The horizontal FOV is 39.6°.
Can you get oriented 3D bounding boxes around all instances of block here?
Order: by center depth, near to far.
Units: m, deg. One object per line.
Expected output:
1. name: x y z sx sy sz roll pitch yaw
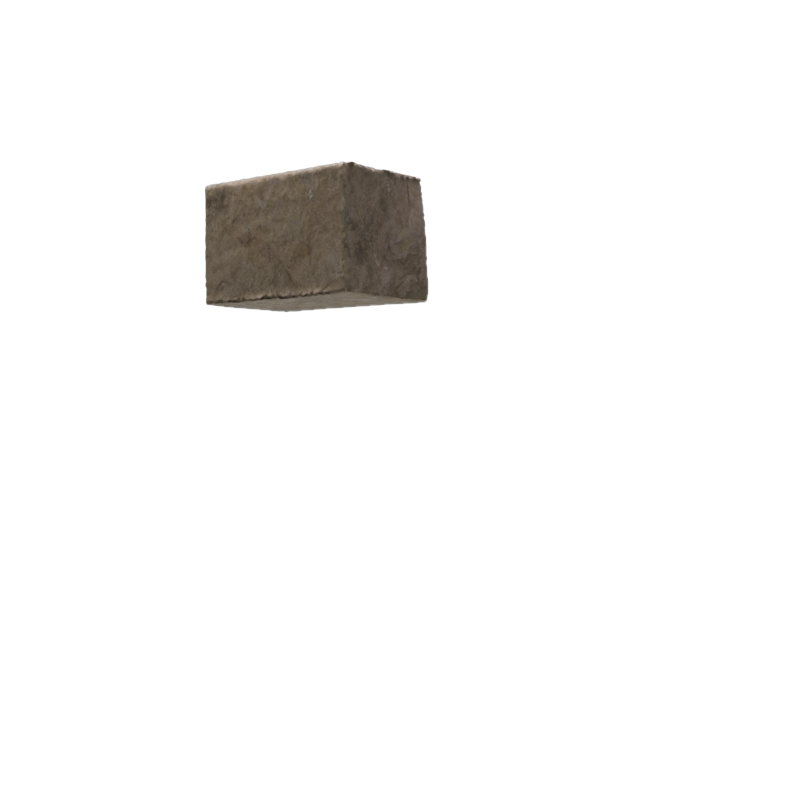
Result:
1. block: -0.035 -0.064 0.451 0.081 0.052 0.050 -2 -4 38
